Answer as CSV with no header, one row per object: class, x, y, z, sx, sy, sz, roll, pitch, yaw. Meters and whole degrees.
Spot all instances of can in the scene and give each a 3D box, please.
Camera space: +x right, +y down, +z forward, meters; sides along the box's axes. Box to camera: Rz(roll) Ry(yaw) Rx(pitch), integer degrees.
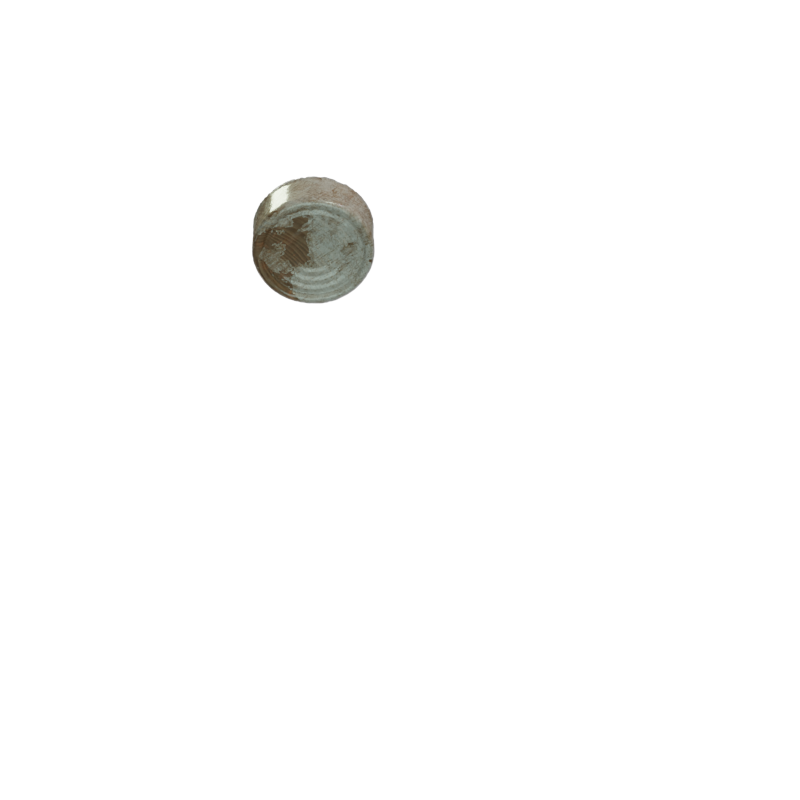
can,-0.060,-0.110,0.771,0.086,0.081,0.036,1,34,-1
